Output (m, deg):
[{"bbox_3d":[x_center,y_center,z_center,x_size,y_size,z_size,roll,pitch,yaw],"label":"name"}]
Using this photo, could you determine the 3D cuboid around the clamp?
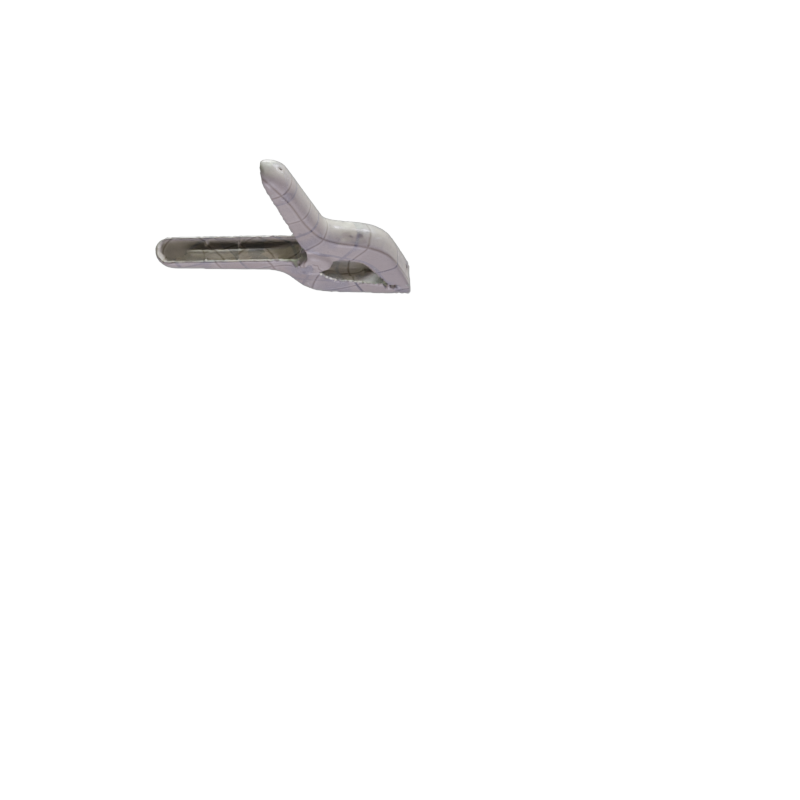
[{"bbox_3d":[-0.069,-0.127,0.887,0.201,0.038,0.163,12,-24,-29],"label":"clamp"}]
